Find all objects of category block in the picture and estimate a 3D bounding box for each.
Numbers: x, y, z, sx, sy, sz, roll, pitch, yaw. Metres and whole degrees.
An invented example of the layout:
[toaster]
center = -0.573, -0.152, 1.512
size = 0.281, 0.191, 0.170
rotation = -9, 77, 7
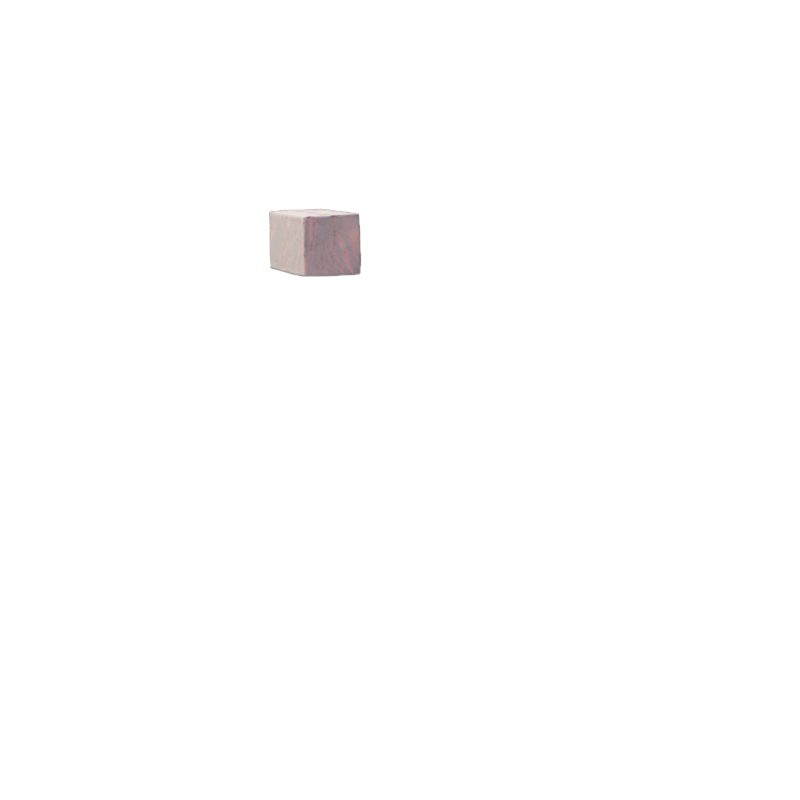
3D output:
[block]
center = -0.074, -0.134, 0.939
size = 0.051, 0.050, 0.082
rotation = -5, 12, -27
